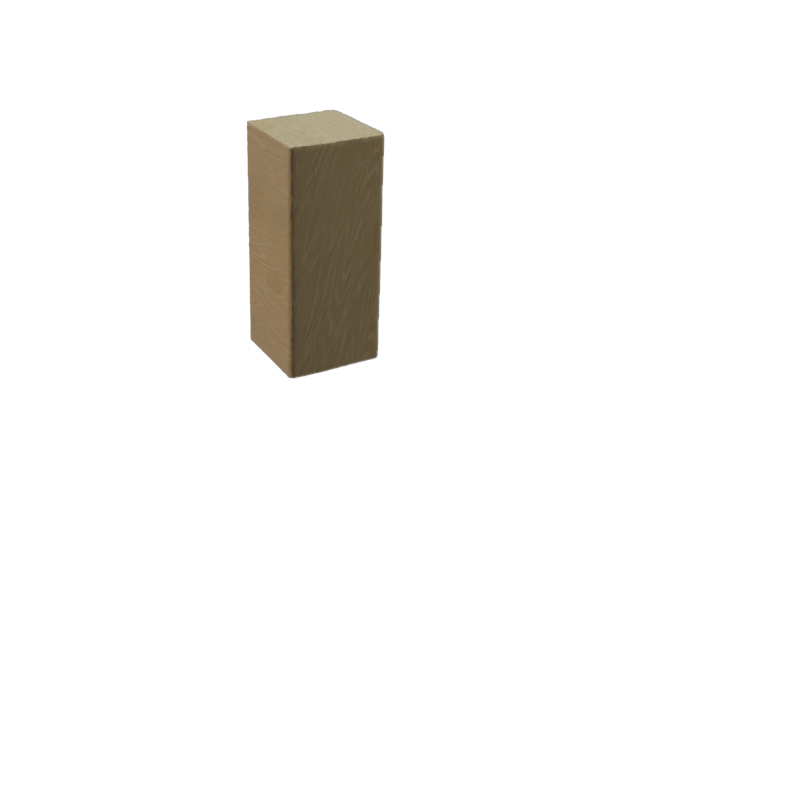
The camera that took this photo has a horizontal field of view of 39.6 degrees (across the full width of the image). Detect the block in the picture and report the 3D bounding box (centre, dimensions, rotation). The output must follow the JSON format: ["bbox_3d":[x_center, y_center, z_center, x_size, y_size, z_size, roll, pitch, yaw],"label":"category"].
[{"bbox_3d":[-0.075,-0.137,0.961,0.088,0.196,0.097,-11,26,-27],"label":"block"}]
